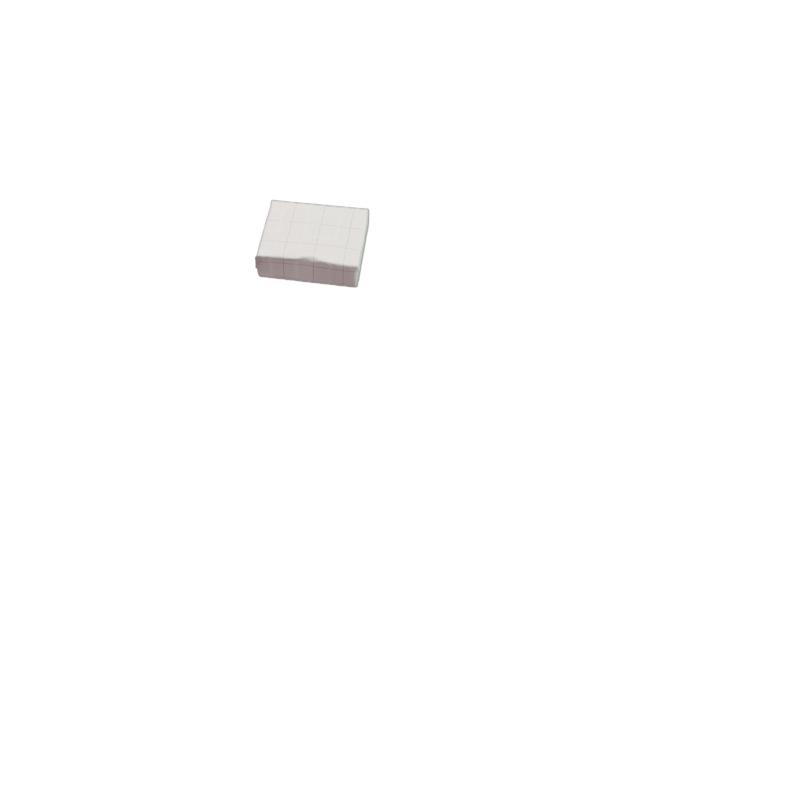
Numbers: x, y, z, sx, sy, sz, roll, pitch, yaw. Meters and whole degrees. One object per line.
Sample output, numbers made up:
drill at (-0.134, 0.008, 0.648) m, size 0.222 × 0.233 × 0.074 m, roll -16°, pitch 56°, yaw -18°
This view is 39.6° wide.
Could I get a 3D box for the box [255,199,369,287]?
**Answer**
box at (-0.075, -0.137, 0.957) m, size 0.090 × 0.078 × 0.028 m, roll 6°, pitch -42°, yaw 5°
